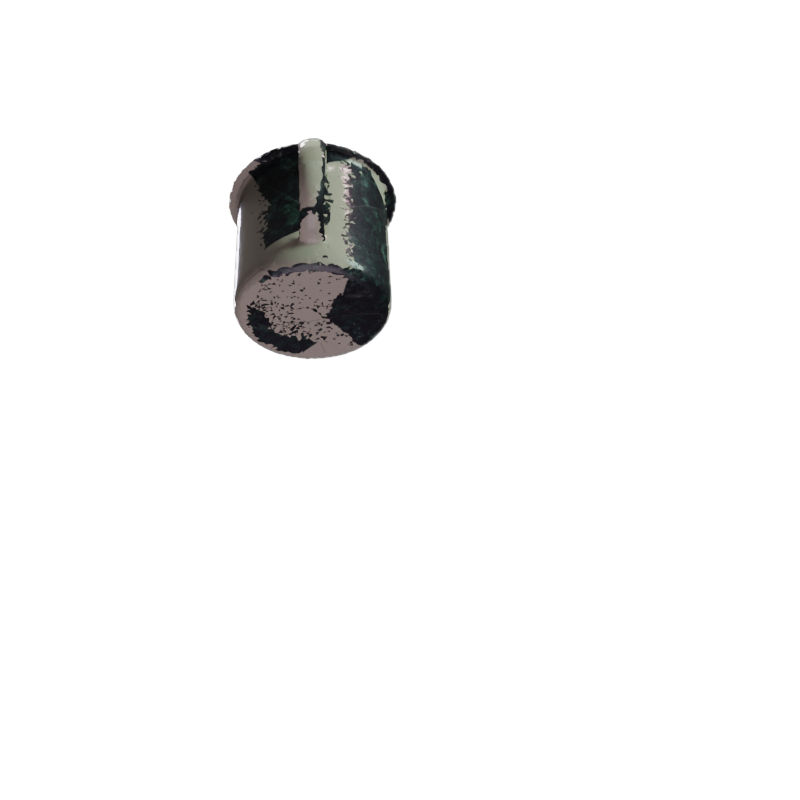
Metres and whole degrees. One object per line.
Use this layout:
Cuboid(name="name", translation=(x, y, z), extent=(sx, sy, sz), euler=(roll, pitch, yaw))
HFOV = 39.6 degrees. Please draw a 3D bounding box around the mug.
Cuboid(name="mug", translation=(-0.046, -0.083, 0.583), extent=(0.093, 0.087, 0.110), euler=(2, -39, -4))
